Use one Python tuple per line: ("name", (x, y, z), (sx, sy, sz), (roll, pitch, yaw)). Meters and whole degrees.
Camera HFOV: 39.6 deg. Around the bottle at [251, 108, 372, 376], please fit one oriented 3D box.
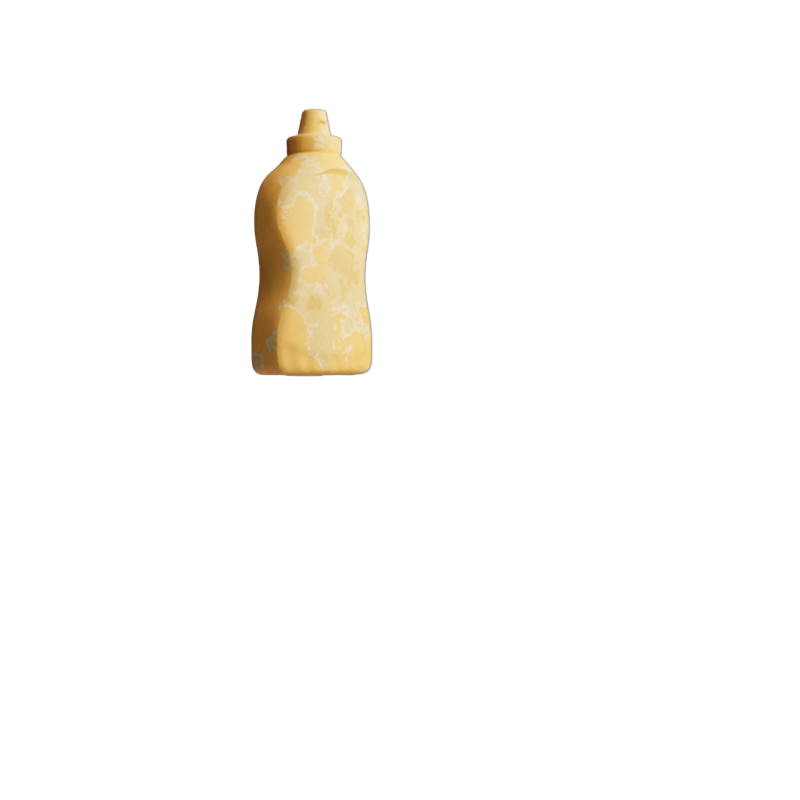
("bottle", (-0.062, -0.114, 0.801), (0.092, 0.194, 0.060), (3, -6, -44))
